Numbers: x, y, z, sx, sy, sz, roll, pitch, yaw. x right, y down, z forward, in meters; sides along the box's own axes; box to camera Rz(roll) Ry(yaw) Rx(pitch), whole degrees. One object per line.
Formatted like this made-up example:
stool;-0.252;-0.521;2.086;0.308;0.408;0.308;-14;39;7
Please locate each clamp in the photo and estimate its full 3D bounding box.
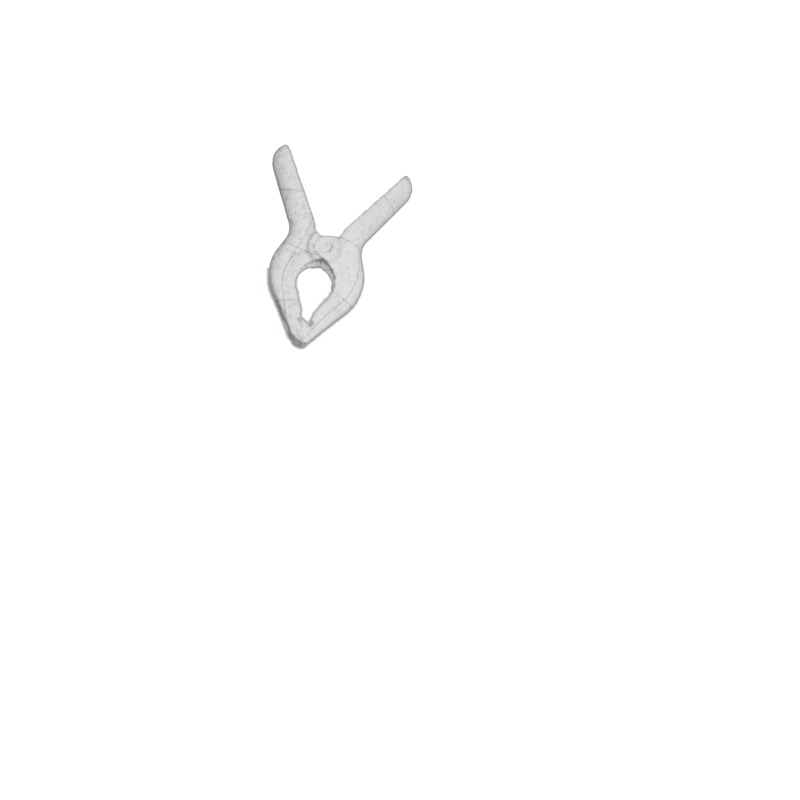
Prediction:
clamp;-0.072;-0.132;0.922;0.122;0.177;0.037;20;-20;7
